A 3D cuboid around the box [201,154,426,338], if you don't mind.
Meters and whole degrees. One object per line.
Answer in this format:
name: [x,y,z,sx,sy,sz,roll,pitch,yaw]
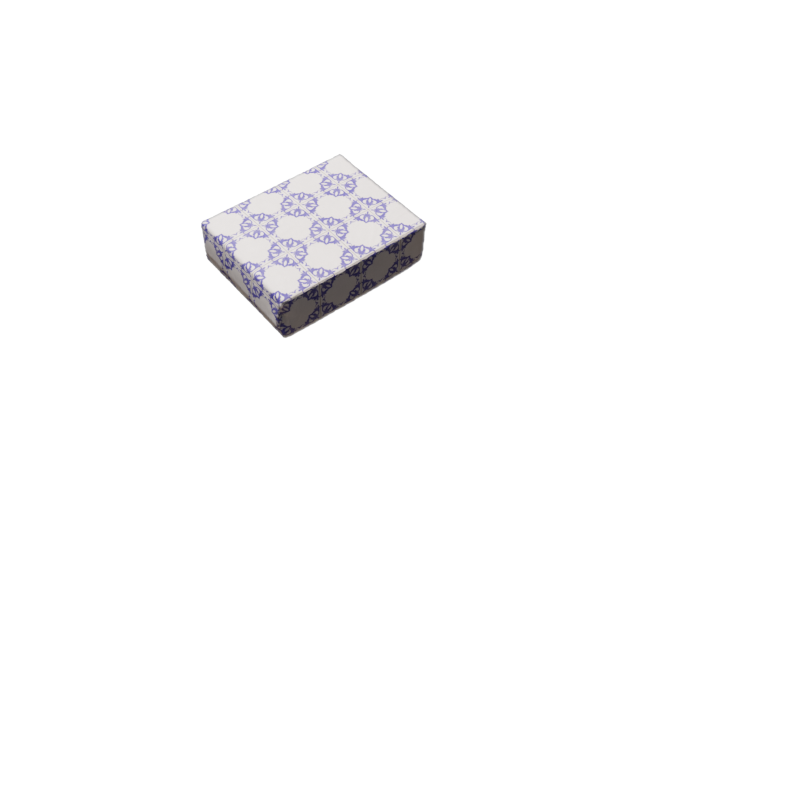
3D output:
box: [-0.055,-0.100,0.699,0.113,0.036,0.096,-30,54,-25]
